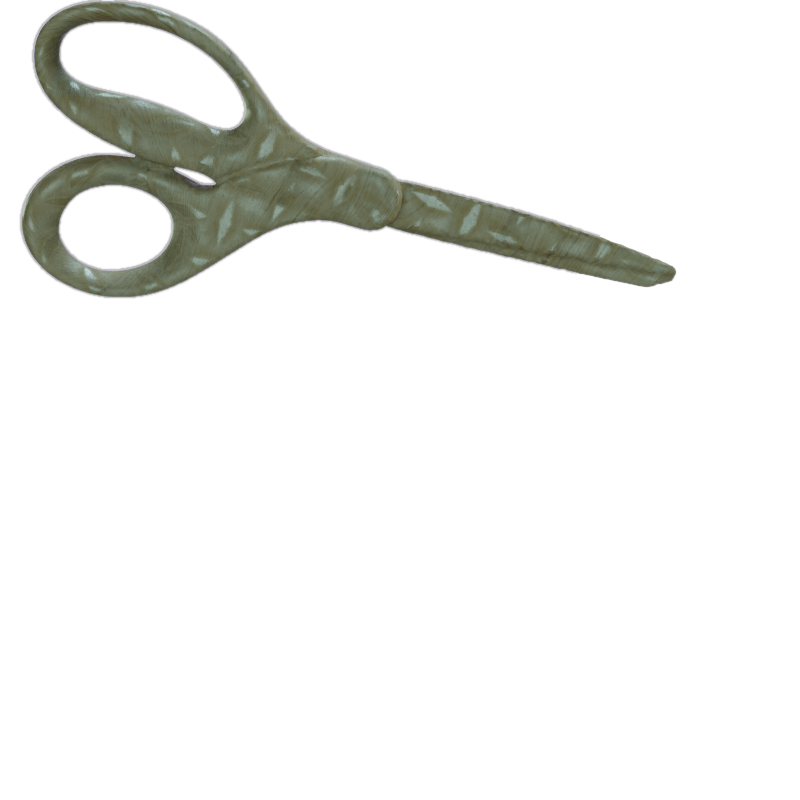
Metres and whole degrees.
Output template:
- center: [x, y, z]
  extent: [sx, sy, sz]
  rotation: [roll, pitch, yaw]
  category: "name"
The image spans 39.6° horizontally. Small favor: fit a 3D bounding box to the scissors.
- center: [-0.026, -0.048, 0.336]
  extent: [0.200, 0.095, 0.016]
  rotation: [30, 7, -4]
  category: "scissors"
